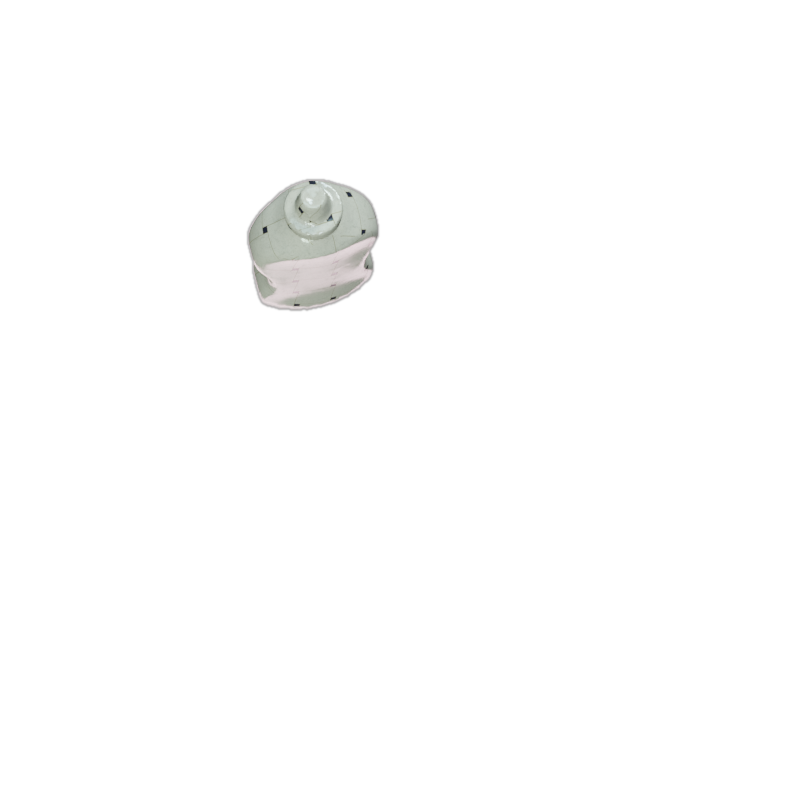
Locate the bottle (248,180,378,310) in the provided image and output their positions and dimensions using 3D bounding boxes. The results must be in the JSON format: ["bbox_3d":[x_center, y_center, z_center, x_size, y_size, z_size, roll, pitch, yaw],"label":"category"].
[{"bbox_3d":[-0.065,-0.119,0.831,0.096,0.060,0.186,-12,-9,-6],"label":"bottle"}]
